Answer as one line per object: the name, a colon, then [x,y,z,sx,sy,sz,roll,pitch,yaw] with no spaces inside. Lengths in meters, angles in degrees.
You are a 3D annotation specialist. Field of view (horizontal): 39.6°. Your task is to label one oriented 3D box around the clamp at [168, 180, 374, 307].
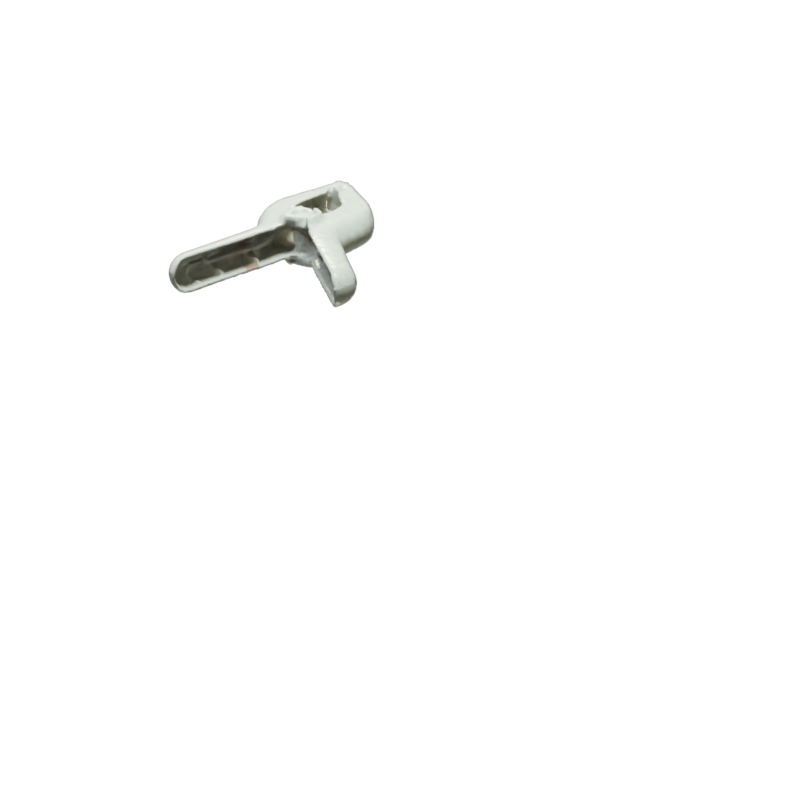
clamp: [-0.057,-0.103,0.724,0.125,0.037,0.175,15,35,23]
